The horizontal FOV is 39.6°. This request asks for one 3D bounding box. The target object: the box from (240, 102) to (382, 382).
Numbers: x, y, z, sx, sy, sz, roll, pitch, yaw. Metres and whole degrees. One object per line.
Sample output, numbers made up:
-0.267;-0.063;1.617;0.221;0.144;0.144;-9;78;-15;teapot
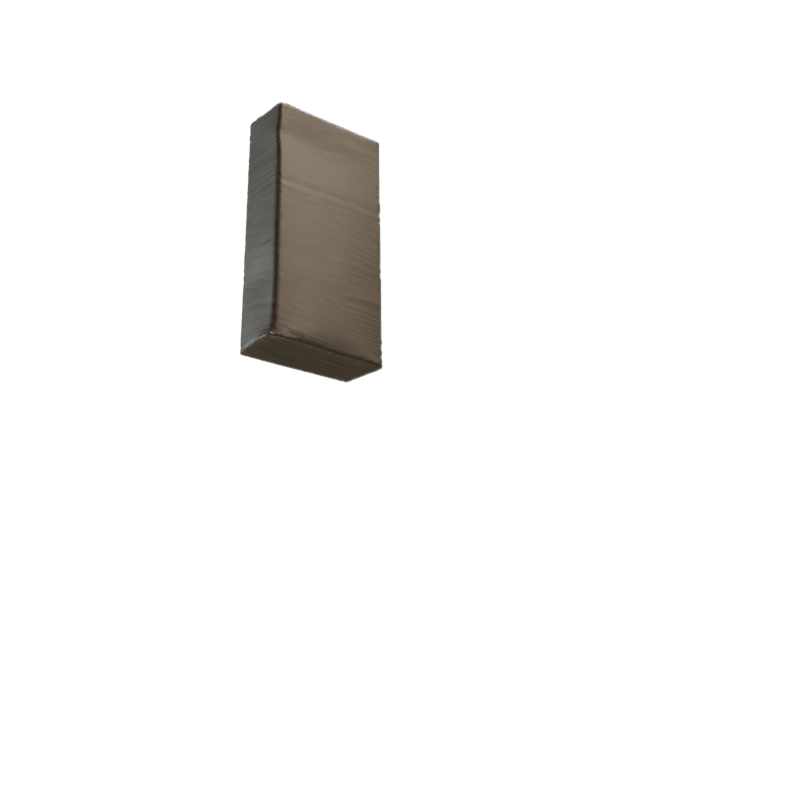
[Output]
-0.060;-0.109;0.765;0.088;0.187;0.048;17;-32;-35;box
